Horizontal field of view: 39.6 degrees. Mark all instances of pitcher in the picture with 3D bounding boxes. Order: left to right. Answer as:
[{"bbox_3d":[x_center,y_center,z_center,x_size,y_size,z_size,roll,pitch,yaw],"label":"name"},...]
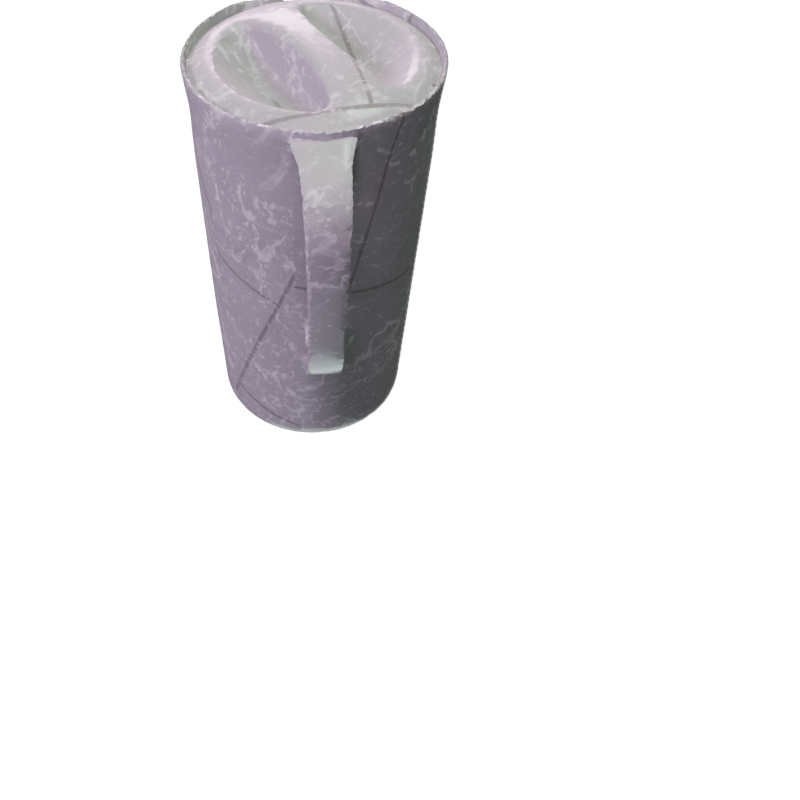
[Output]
[{"bbox_3d":[-0.048,-0.088,0.618,0.153,0.226,0.151,30,51,25],"label":"pitcher"}]
